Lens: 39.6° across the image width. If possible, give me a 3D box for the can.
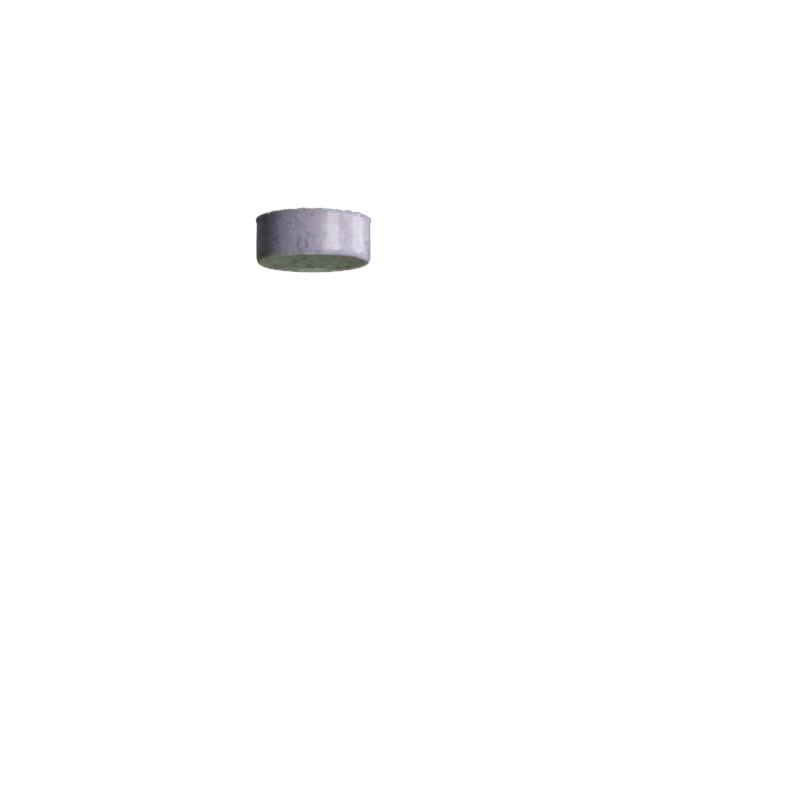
[{"bbox_3d":[-0.064,-0.117,0.820,0.086,0.034,0.085,0,-4,-2],"label":"can"}]
